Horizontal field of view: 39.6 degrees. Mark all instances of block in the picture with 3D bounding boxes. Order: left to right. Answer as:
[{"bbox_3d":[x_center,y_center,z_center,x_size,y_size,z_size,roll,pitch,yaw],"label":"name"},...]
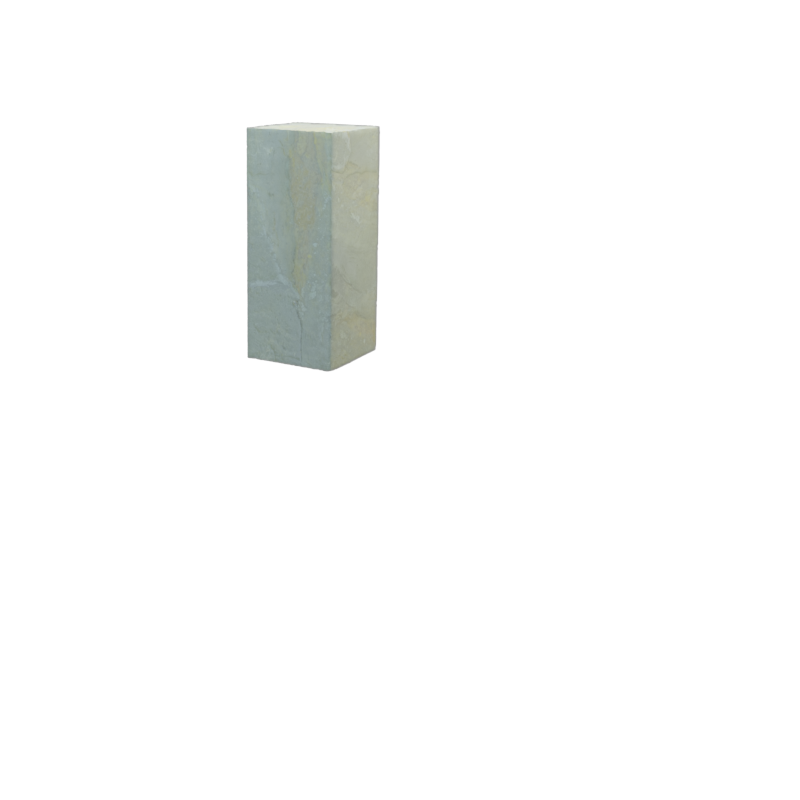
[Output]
[{"bbox_3d":[-0.077,-0.142,0.991,0.094,0.201,0.089,7,13,28],"label":"block"}]
